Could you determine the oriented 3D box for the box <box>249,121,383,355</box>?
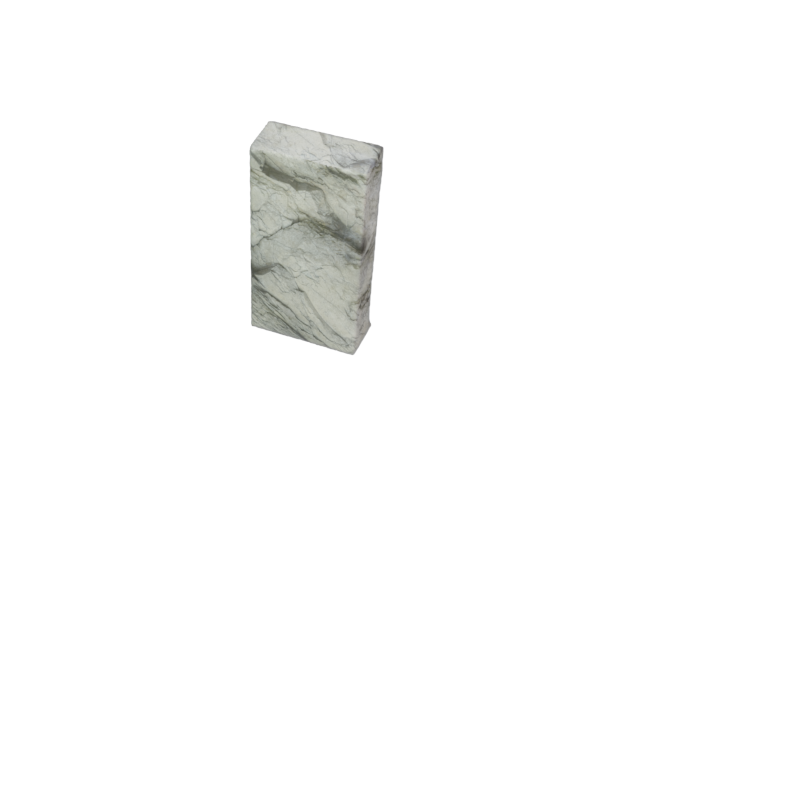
[{"bbox_3d":[-0.067,-0.121,0.848,0.096,0.164,0.050,16,45,13],"label":"box"}]
